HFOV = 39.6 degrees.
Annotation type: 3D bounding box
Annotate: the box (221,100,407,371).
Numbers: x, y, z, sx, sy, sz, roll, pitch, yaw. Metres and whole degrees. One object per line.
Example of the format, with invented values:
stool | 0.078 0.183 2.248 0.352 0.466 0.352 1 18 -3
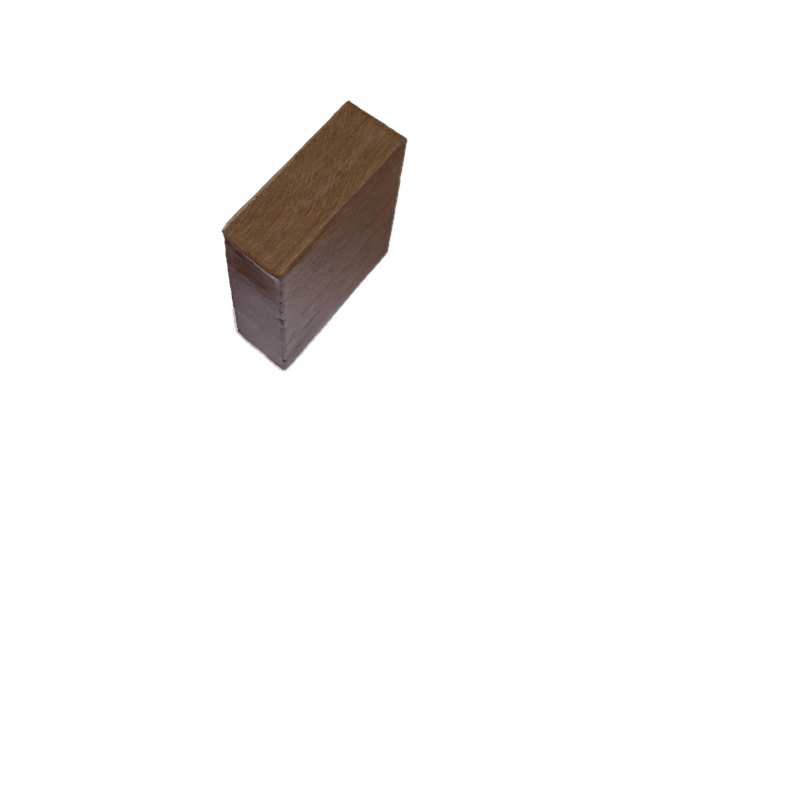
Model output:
box | -0.076 -0.139 0.973 0.074 0.167 0.203 36 -19 9
